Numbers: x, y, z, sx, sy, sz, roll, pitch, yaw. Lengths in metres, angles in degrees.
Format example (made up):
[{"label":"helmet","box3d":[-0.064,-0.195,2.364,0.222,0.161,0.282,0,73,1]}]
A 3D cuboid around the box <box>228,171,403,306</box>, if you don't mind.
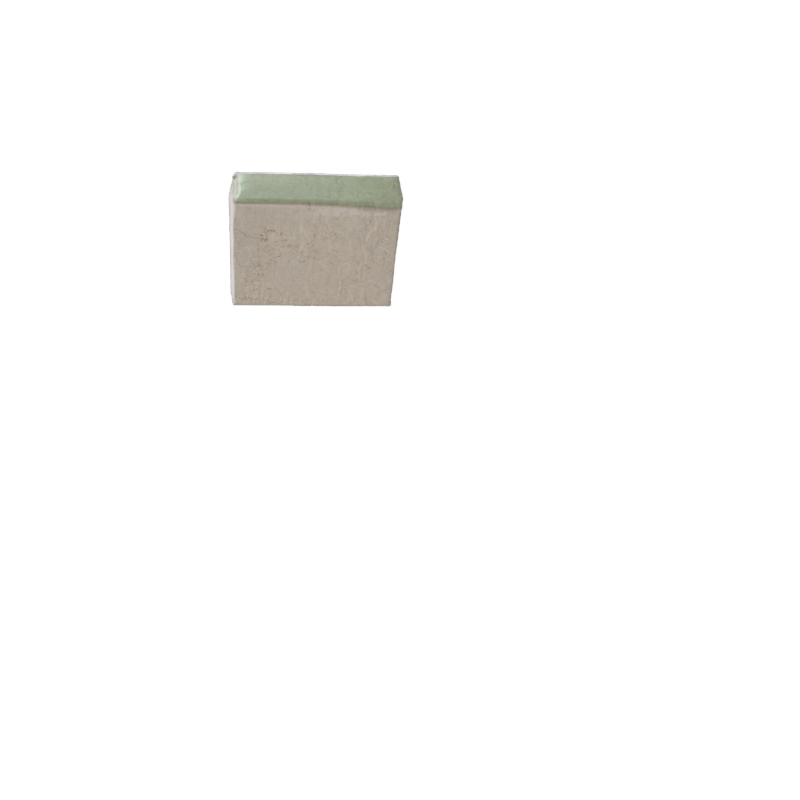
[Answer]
[{"label":"box","box3d":[-0.058,-0.107,0.746,0.113,0.084,0.042,3,43,-3]}]
